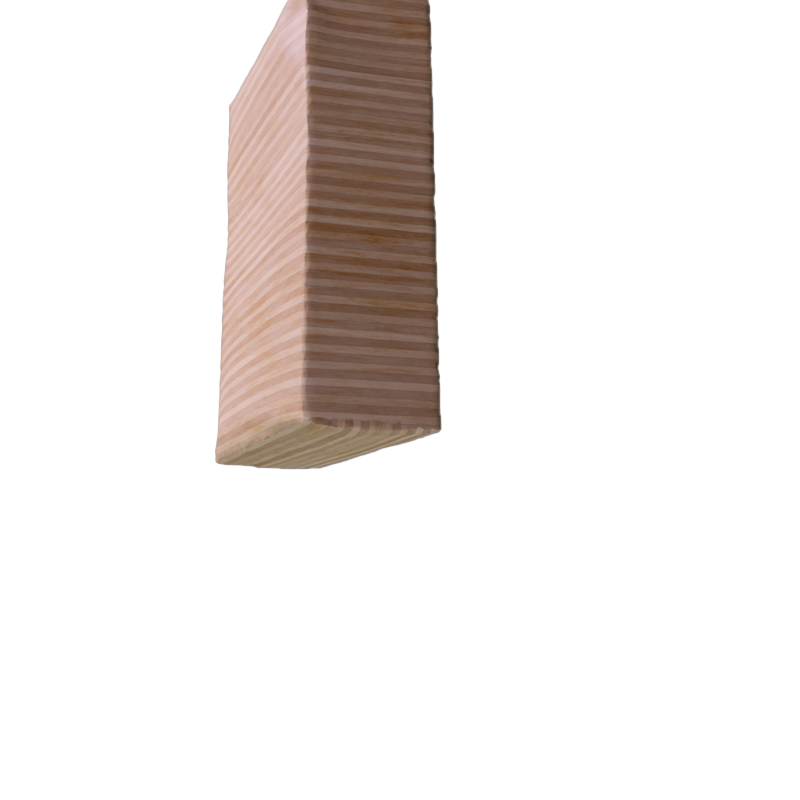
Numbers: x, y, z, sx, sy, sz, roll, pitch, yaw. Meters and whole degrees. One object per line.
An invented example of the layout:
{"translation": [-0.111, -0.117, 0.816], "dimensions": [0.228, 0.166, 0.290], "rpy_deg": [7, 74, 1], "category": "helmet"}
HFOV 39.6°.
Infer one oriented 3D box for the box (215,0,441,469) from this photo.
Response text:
{"translation": [-0.044, -0.080, 0.563], "dimensions": [0.070, 0.222, 0.163], "rpy_deg": [5, -15, -21], "category": "box"}
